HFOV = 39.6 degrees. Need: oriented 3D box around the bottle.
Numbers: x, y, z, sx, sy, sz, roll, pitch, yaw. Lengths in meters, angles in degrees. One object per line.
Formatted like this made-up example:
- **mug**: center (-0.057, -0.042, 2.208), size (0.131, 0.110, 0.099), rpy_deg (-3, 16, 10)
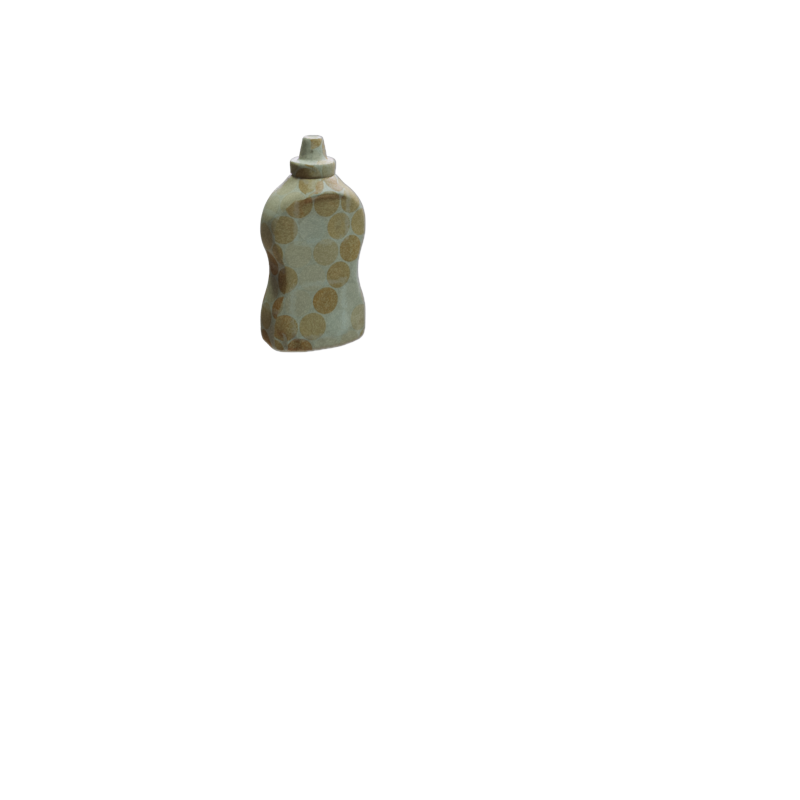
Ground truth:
- **bottle**: center (-0.078, -0.142, 0.997), size (0.094, 0.184, 0.062), rpy_deg (-7, 20, -22)
